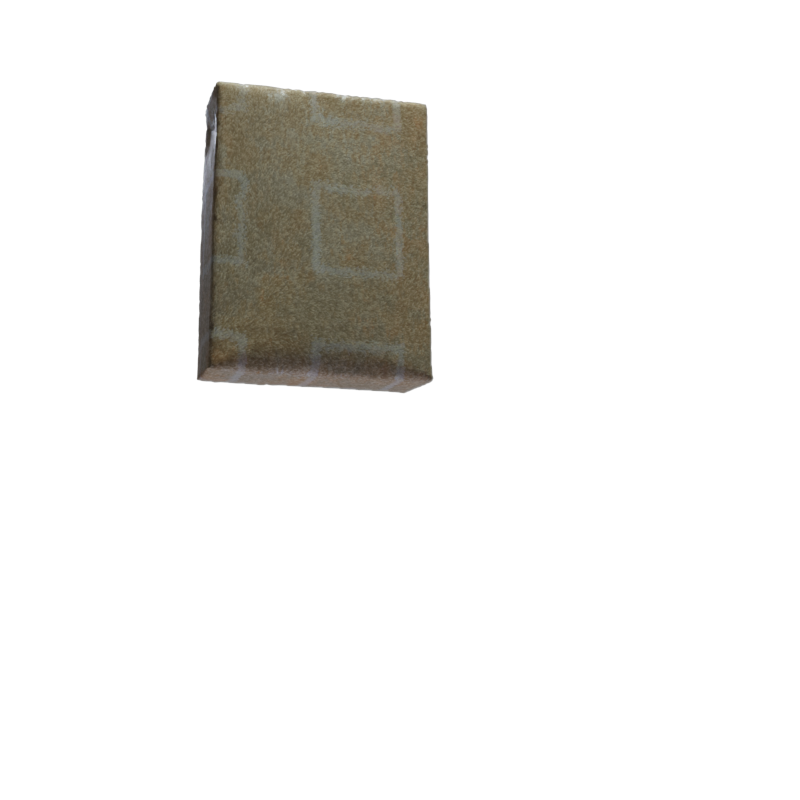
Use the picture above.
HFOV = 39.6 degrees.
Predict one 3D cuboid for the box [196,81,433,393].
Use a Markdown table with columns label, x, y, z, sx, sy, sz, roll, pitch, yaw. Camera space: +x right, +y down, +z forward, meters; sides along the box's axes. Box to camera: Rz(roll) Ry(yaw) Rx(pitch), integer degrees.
| label | x | y | z | sx | sy | sz | roll | pitch | yaw |
| --- | --- | --- | --- | --- | --- | --- | --- | --- | --- |
| box | -0.064 | -0.117 | 0.821 | 0.160 | 0.222 | 0.071 | 3 | -16 | -16 |
